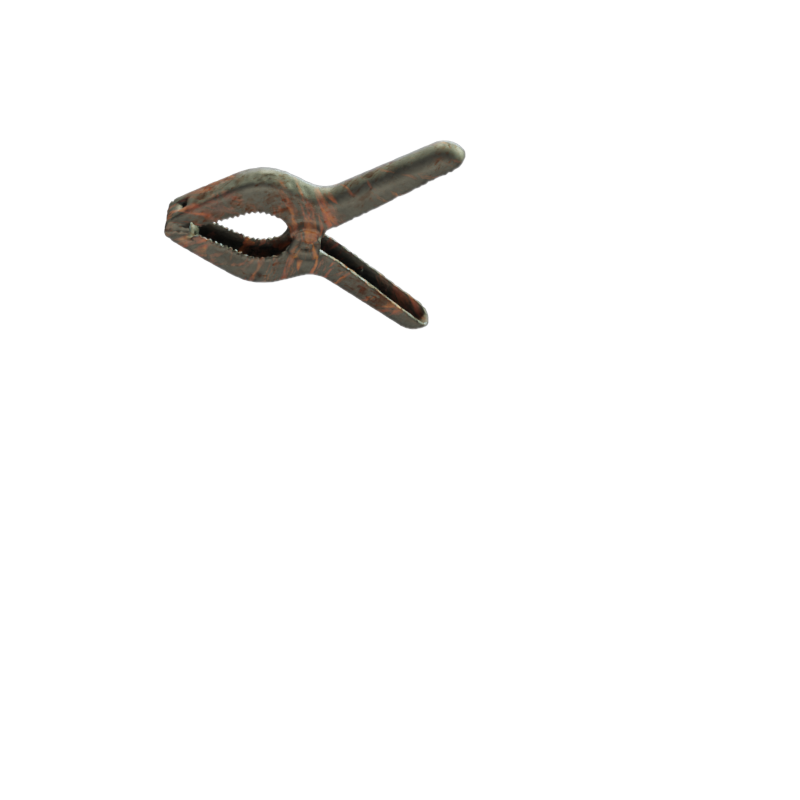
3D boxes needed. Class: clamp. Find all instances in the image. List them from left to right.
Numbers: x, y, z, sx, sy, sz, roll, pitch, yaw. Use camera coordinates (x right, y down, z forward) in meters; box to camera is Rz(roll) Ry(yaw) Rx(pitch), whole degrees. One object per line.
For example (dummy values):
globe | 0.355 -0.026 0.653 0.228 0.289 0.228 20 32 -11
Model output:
clamp | -0.063 -0.115 0.802 0.210 0.153 0.039 0 40 0
